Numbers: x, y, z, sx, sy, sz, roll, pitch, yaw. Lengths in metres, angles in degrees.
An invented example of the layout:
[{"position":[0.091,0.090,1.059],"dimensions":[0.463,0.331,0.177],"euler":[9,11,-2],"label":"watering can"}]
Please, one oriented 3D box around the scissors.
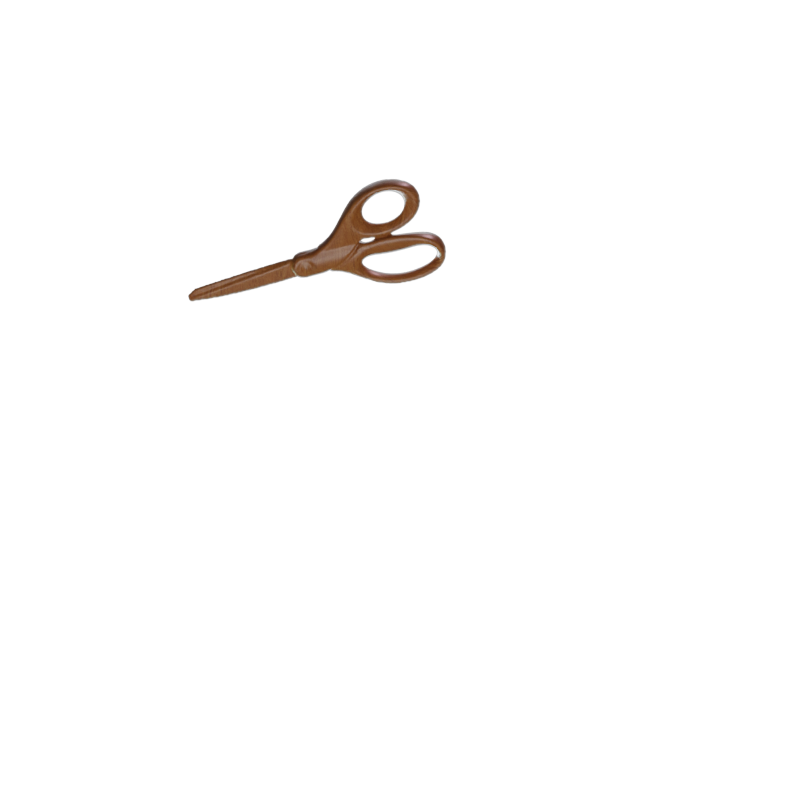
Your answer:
[{"position":[-0.066,-0.121,0.845],"dimensions":[0.202,0.090,0.017],"euler":[-2,32,1],"label":"scissors"}]
